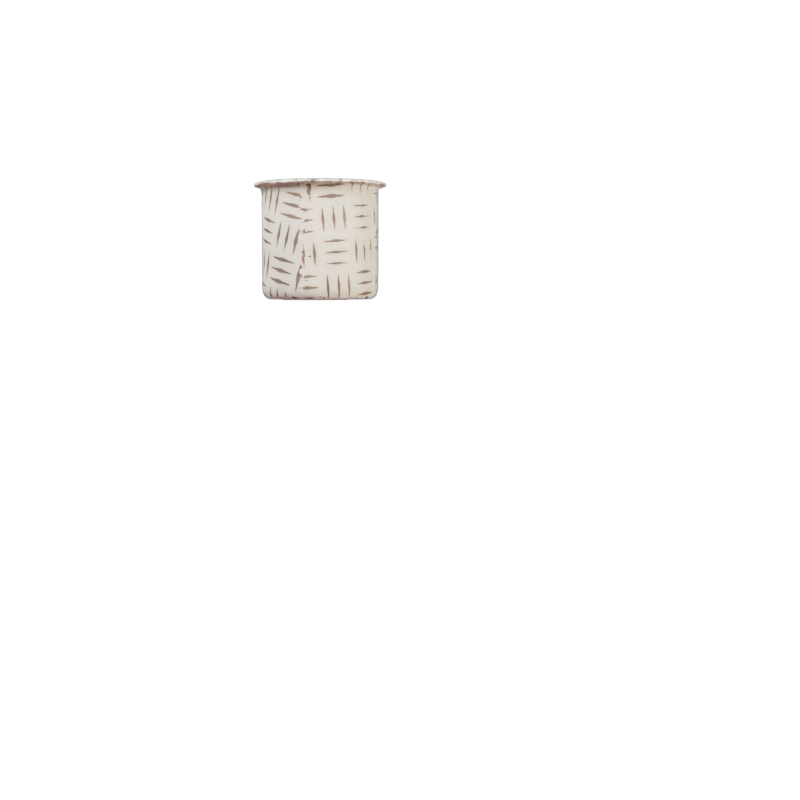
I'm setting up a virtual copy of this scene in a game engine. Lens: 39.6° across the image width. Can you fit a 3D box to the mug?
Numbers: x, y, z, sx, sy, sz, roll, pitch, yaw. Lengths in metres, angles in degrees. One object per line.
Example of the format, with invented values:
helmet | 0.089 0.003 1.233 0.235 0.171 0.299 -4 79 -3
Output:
mug | -0.062 -0.112 0.788 0.090 0.081 0.121 -1 4 -26
